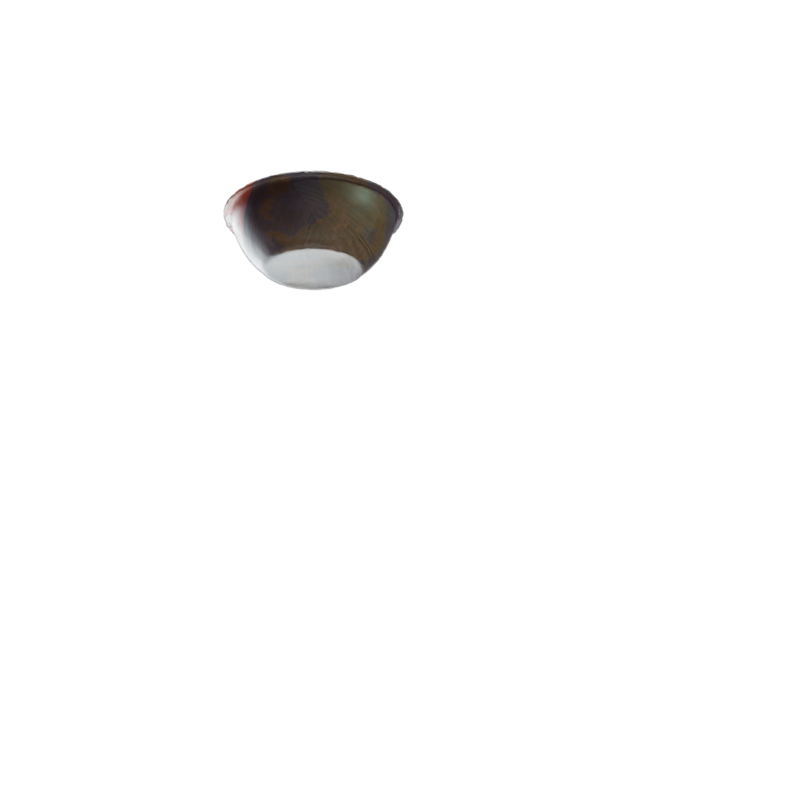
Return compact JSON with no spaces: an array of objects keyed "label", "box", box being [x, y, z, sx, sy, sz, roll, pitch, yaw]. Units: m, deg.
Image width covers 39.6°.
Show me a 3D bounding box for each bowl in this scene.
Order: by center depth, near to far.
[{"label":"bowl","box":[-0.077,-0.141,0.986,0.162,0.058,0.154,1,-20,-2]}]
